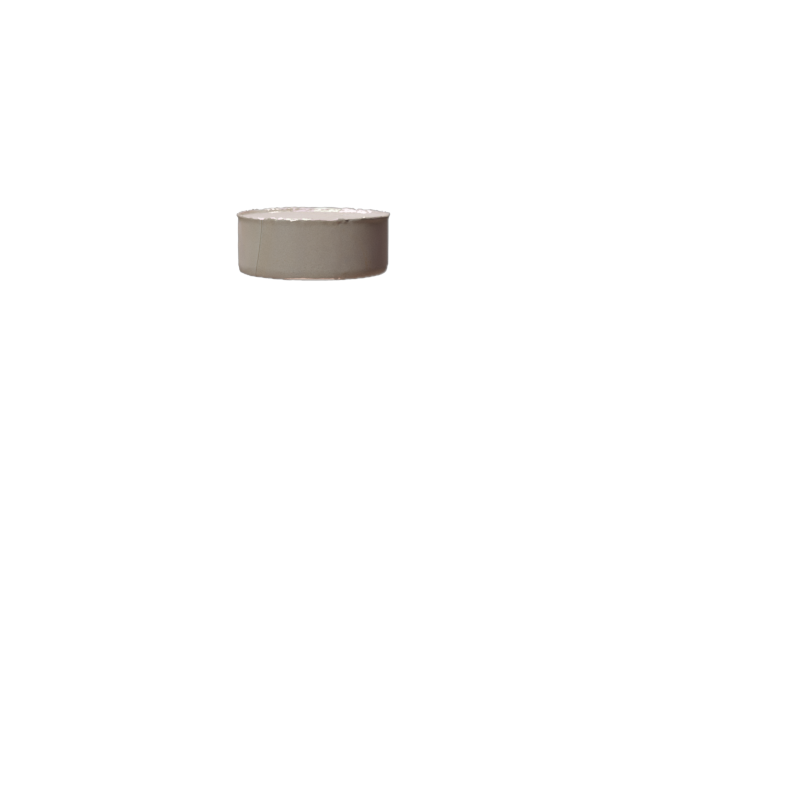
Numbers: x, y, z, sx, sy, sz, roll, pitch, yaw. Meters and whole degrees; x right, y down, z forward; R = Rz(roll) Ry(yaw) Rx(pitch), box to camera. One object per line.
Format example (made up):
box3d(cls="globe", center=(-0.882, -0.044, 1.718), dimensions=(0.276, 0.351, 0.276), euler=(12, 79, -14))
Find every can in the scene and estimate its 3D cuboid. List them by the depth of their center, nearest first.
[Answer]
box3d(cls="can", center=(-0.049, -0.089, 0.621), dimensions=(0.086, 0.033, 0.088), euler=(0, 13, -2))
